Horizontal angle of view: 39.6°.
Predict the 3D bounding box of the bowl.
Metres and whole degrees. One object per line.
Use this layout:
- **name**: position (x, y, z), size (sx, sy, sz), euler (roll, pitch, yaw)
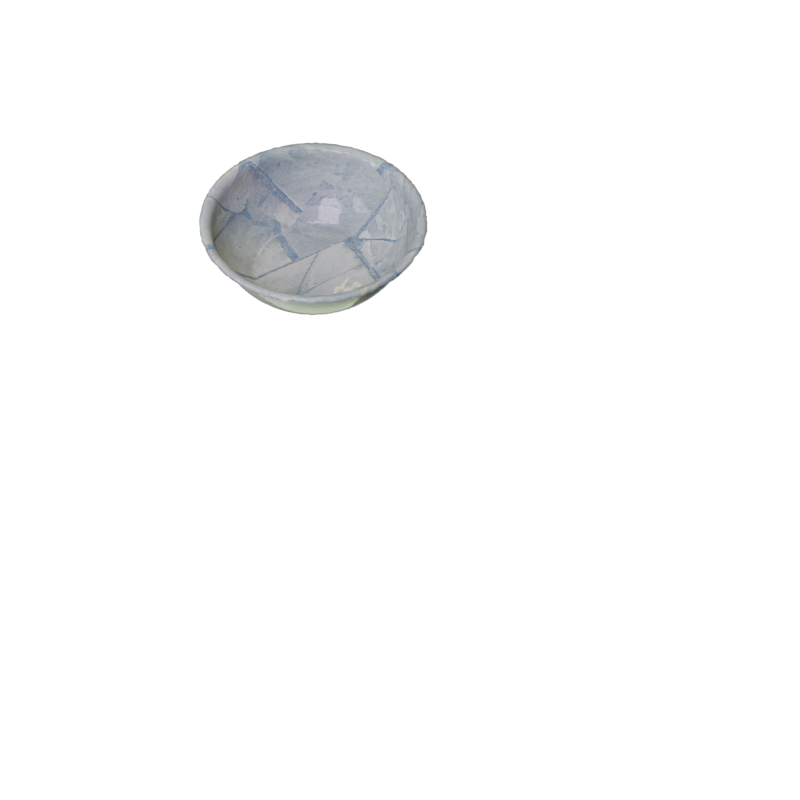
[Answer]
- **bowl**: position (-0.063, -0.115, 0.802), size (0.162, 0.174, 0.051), euler (-1, -40, -1)
